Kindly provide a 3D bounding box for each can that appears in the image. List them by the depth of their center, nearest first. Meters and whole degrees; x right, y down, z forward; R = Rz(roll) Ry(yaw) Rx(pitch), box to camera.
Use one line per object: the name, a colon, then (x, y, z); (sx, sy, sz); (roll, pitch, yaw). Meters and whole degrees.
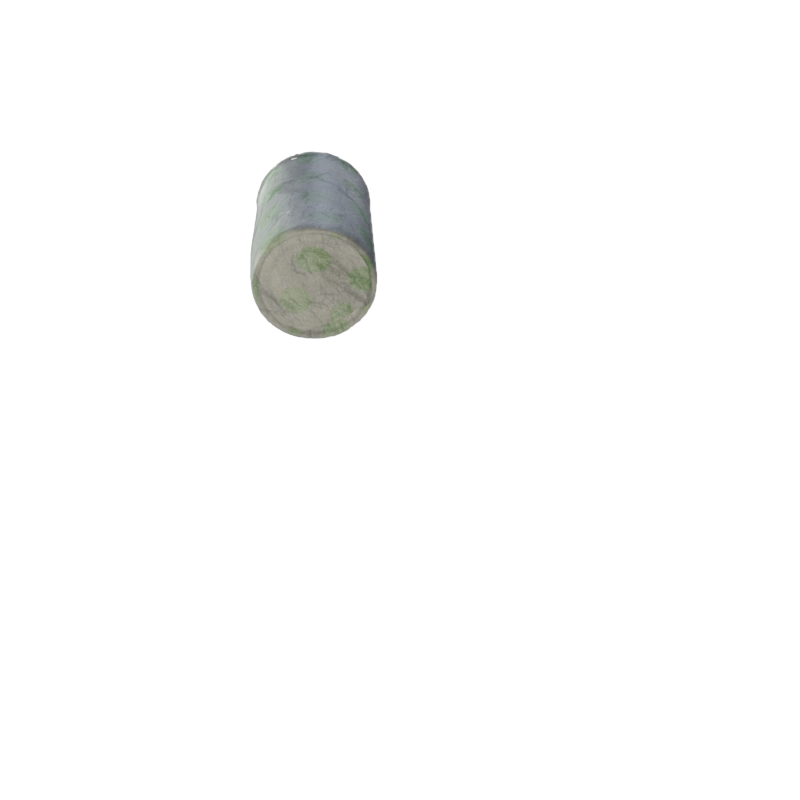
can: (-0.048, -0.088, 0.617); (0.068, 0.064, 0.109); (-1, 31, -3)
